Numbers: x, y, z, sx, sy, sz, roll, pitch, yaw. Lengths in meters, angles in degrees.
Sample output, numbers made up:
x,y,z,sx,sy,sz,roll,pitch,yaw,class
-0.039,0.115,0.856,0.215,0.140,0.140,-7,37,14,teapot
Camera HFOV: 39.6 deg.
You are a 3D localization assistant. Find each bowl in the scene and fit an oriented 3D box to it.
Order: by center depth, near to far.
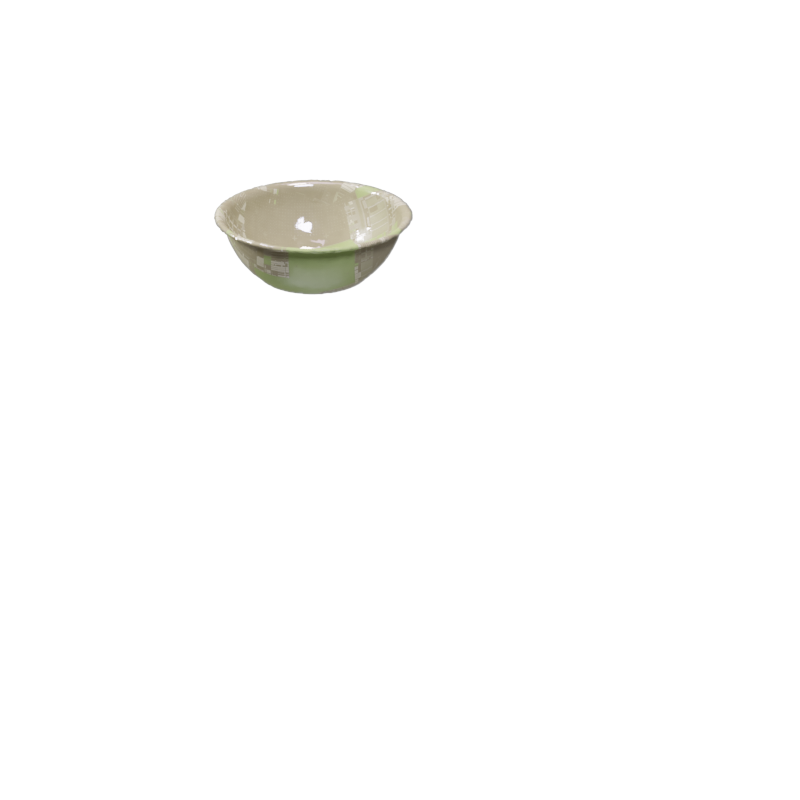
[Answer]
x,y,z,sx,sy,sz,roll,pitch,yaw,class
-0.072,-0.131,0.915,0.162,0.052,0.171,-1,28,-2,bowl
